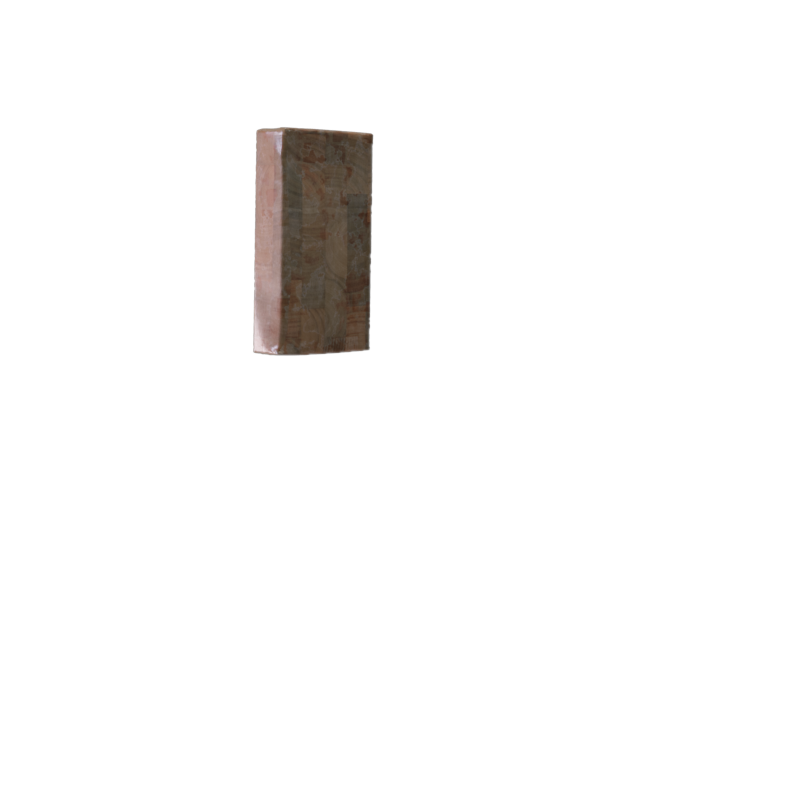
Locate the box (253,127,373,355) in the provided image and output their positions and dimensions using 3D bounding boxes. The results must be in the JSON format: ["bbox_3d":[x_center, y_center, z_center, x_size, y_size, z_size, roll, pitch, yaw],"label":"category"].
[{"bbox_3d":[-0.069,-0.125,0.879,0.090,0.176,0.050,-1,1,-41],"label":"box"}]
